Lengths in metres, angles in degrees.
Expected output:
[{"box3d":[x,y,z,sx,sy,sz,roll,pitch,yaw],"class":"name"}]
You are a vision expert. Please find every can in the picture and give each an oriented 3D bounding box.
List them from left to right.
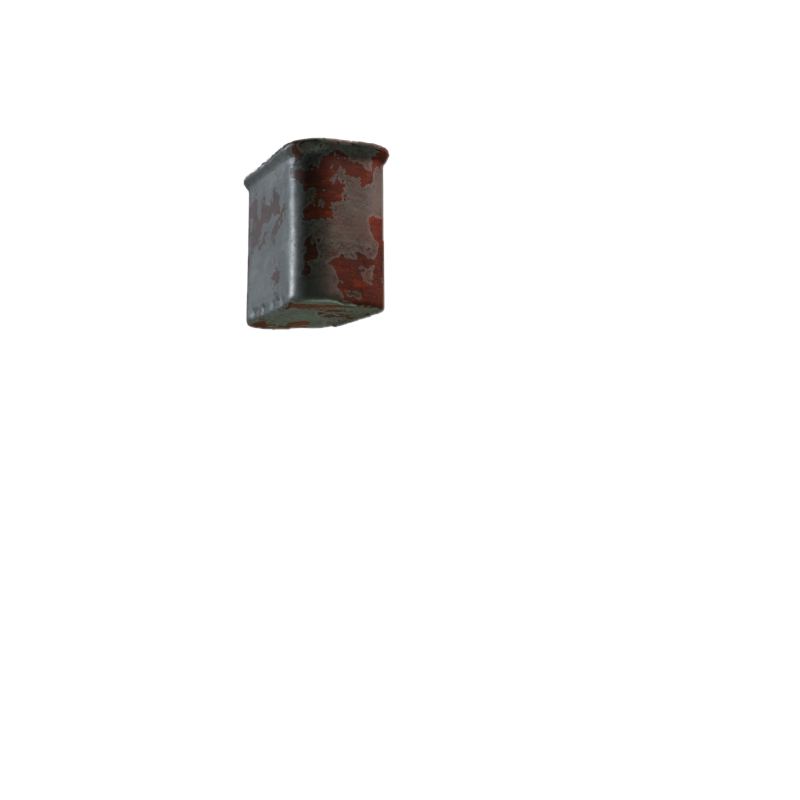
[{"box3d":[-0.046,-0.085,0.592,0.056,0.086,0.103,4,-9,-25],"class":"can"}]
